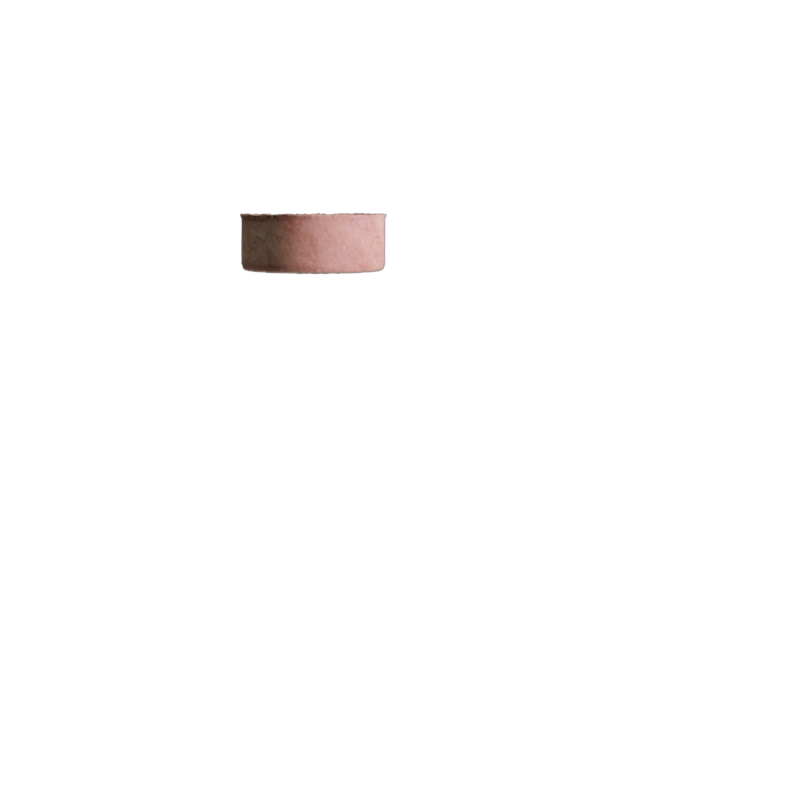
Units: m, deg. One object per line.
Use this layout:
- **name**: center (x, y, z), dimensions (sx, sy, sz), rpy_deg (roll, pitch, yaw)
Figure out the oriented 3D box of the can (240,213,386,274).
- **can**: center (-0.051, -0.093, 0.649), dimensions (0.086, 0.033, 0.087), rpy_deg (0, 9, -2)
